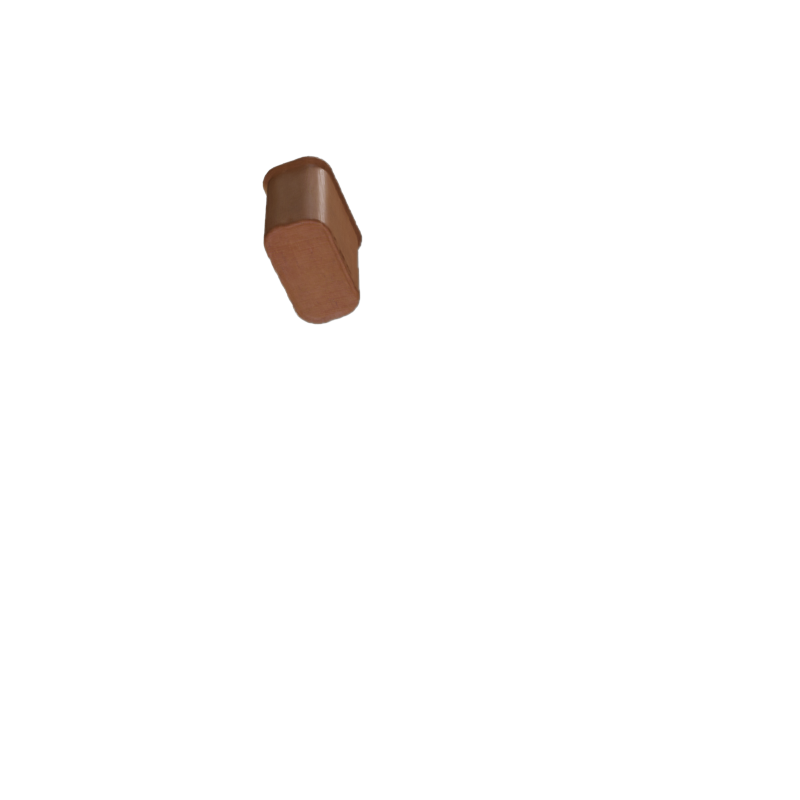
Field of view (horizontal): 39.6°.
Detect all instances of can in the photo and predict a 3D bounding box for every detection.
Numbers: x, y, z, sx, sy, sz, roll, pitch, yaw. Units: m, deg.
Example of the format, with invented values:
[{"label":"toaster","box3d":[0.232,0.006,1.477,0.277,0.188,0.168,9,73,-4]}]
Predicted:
[{"label":"can","box3d":[-0.067,-0.122,0.853,0.058,0.094,0.090,-17,38,11]}]
